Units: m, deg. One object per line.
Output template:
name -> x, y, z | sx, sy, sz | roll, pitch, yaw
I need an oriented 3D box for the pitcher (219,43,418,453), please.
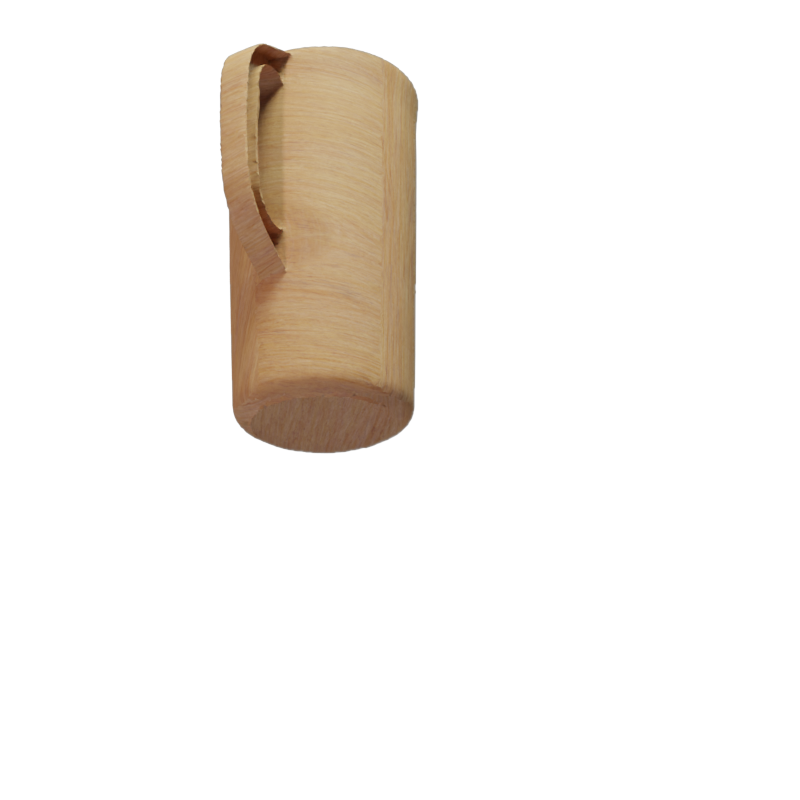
pitcher -> -0.055, -0.101, 0.705 | 0.146, 0.259, 0.139 | 7, -30, -16
